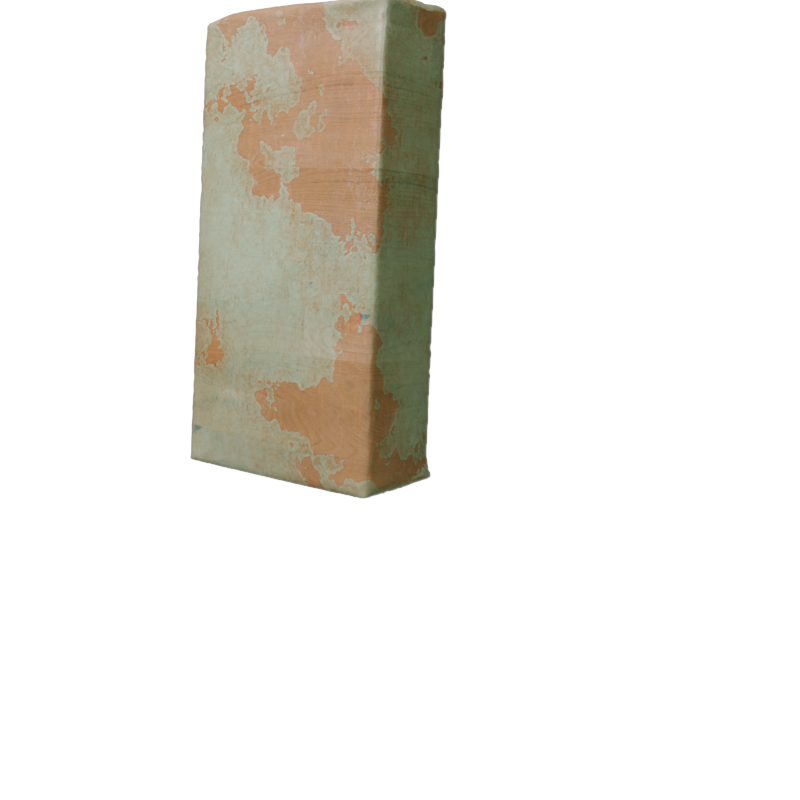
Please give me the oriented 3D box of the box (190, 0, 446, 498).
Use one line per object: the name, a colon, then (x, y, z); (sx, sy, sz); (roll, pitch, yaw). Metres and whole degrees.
box: (-0.033, -0.060, 0.422); (0.097, 0.175, 0.046); (3, 3, 39)
